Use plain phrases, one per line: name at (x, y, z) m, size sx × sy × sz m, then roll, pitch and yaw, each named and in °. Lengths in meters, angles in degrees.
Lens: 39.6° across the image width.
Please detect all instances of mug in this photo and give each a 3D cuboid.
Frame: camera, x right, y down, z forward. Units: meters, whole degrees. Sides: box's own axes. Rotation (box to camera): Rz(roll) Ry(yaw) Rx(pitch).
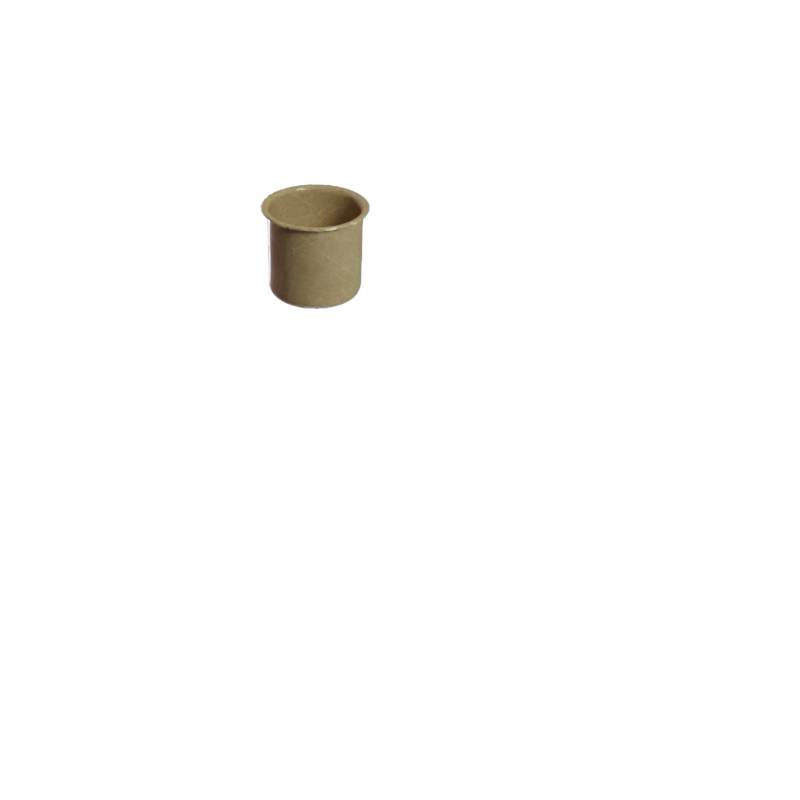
mug at (-0.076, -0.139, 0.973) m, size 0.092 × 0.077 × 0.125 m, roll -4°, pitch 32°, yaw -9°
